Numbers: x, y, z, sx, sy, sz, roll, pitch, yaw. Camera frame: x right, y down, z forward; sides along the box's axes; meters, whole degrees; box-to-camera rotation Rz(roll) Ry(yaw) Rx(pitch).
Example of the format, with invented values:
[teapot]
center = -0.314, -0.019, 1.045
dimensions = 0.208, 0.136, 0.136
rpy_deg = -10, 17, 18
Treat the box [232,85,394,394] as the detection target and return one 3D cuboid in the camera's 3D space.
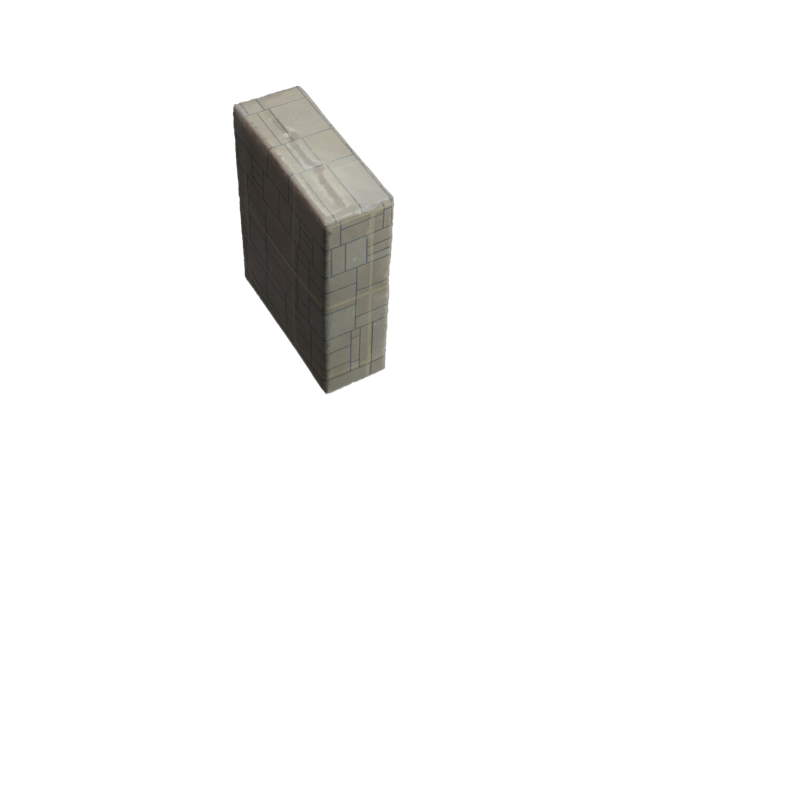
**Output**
[box]
center = -0.075, -0.136, 0.953
dimensions = 0.071, 0.177, 0.199
rpy_deg = -21, -36, -21
